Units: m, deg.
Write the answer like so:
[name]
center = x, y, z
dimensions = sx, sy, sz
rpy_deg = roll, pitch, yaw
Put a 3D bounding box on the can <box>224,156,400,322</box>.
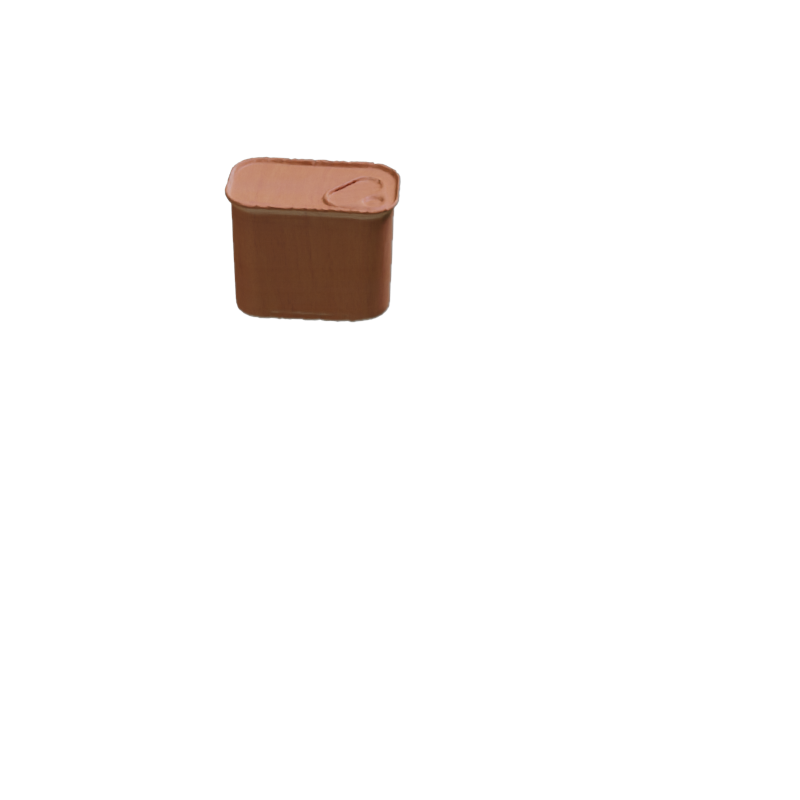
[can]
center = -0.053, -0.096, 0.673
dimensions = 0.102, 0.078, 0.061
rpy_deg = 3, 37, 3
